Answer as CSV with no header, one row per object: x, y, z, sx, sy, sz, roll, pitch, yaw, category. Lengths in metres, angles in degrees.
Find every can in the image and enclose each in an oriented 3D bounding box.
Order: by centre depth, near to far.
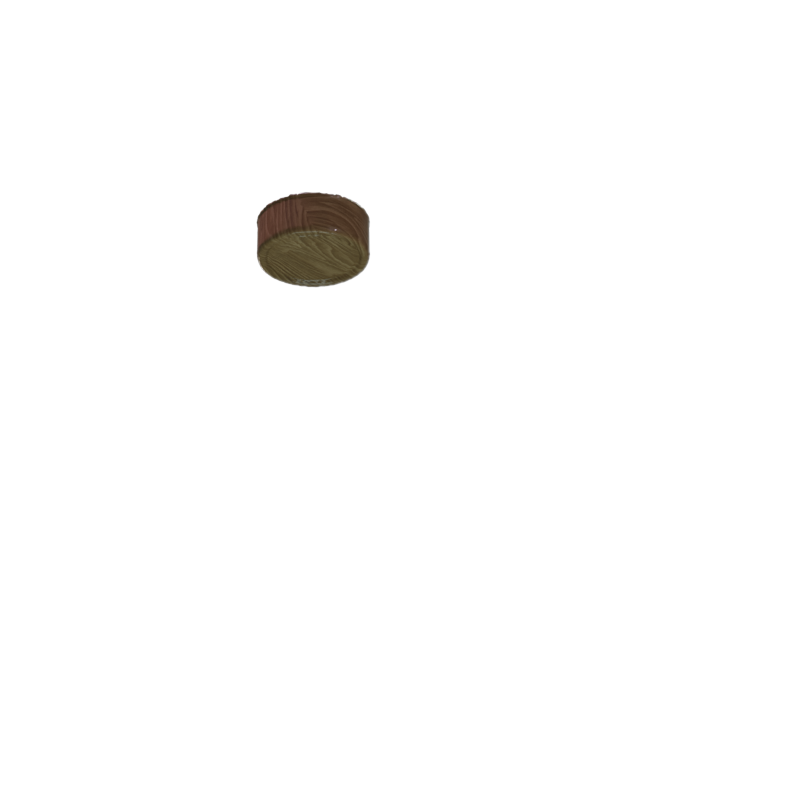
-0.065,-0.119,0.831,0.086,0.036,0.081,1,-26,-2,can
